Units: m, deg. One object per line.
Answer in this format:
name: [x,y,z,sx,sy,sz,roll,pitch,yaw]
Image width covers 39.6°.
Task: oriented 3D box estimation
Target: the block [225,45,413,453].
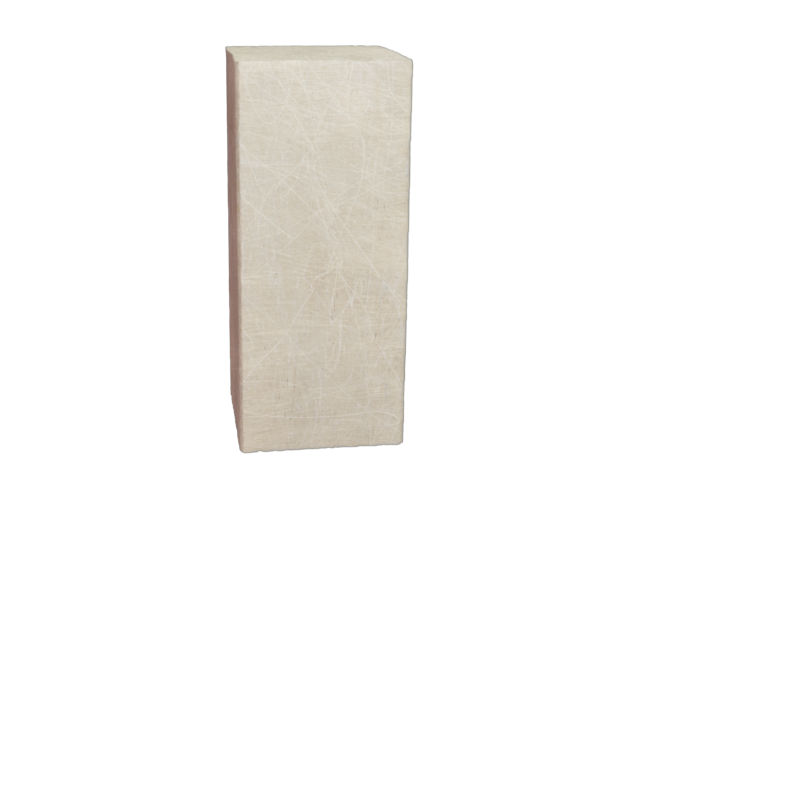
block: [-0.047,-0.087,0.607,0.090,0.199,0.095,-2,17,-10]
